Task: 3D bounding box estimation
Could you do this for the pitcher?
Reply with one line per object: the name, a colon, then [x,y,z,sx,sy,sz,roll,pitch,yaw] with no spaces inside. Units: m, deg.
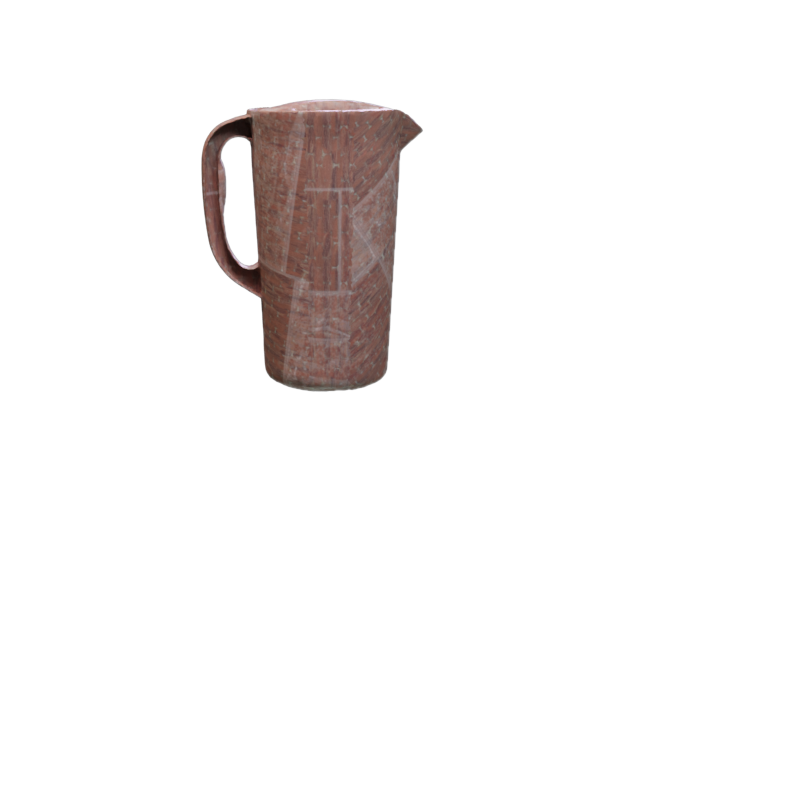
pitcher: [-0.075,-0.136,0.955,0.156,0.238,0.142,8,13,34]
